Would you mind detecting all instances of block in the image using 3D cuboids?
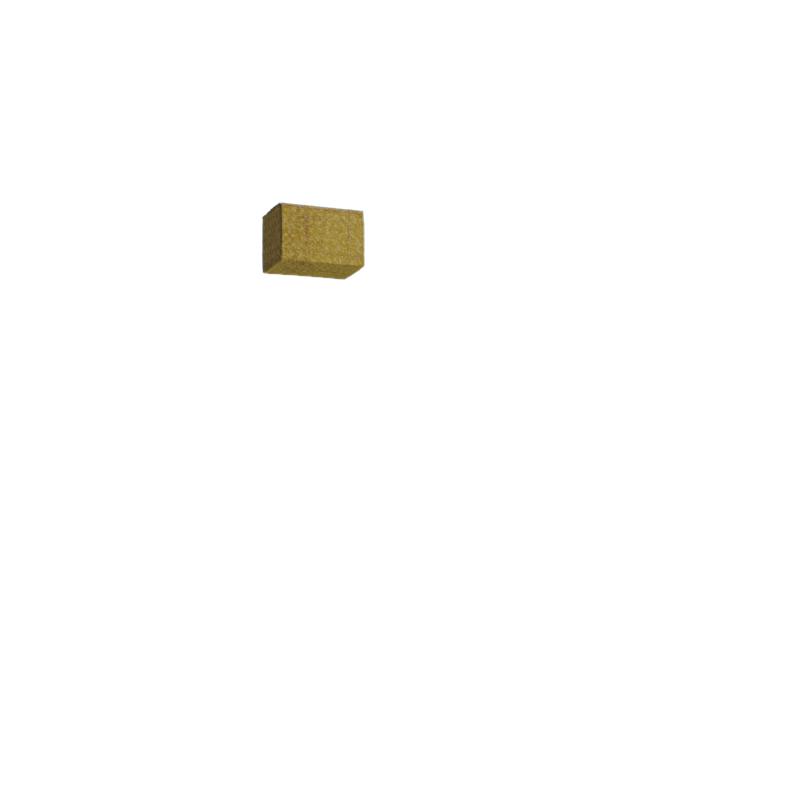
[{"bbox_3d":[-0.075,-0.136,0.952,0.076,0.053,0.053,3,-12,-21],"label":"block"}]
